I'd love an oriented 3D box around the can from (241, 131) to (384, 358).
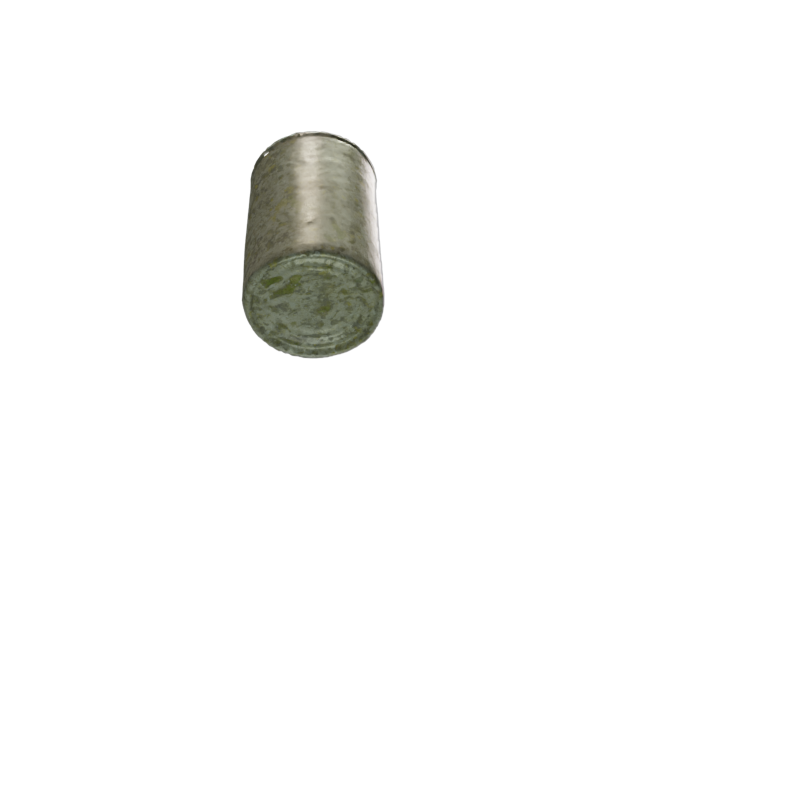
[{"bbox_3d":[-0.043,-0.079,0.554,0.068,0.064,0.110,-1,42,-3],"label":"can"}]
